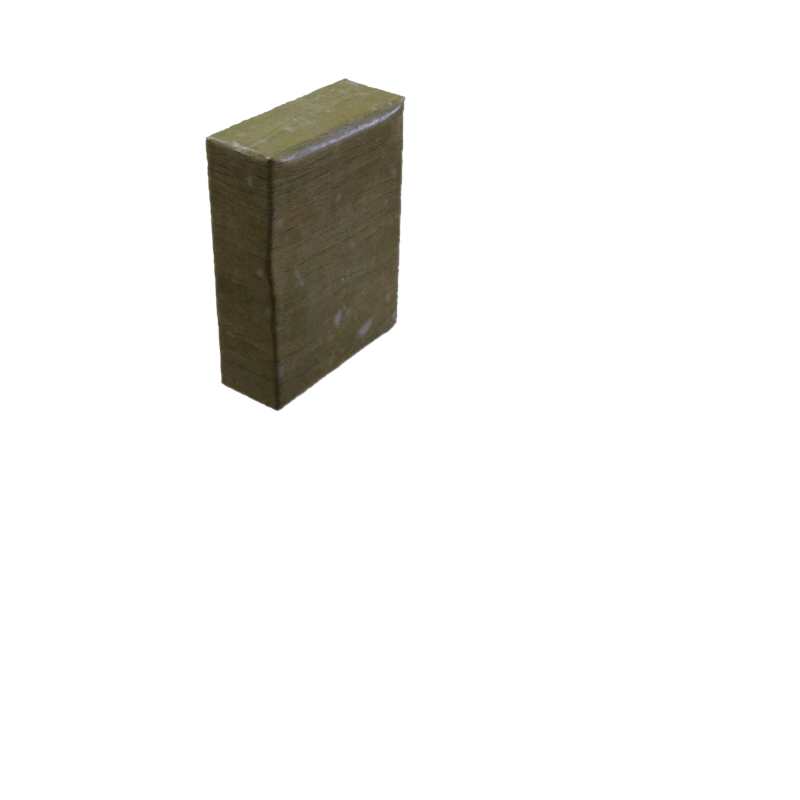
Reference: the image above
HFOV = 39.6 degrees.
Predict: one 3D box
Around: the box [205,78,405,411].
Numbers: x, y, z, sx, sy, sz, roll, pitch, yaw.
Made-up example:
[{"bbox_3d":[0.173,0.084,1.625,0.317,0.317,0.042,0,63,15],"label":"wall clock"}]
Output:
[{"bbox_3d":[-0.068,-0.124,0.870,0.076,0.201,0.165,22,37,29],"label":"box"}]
